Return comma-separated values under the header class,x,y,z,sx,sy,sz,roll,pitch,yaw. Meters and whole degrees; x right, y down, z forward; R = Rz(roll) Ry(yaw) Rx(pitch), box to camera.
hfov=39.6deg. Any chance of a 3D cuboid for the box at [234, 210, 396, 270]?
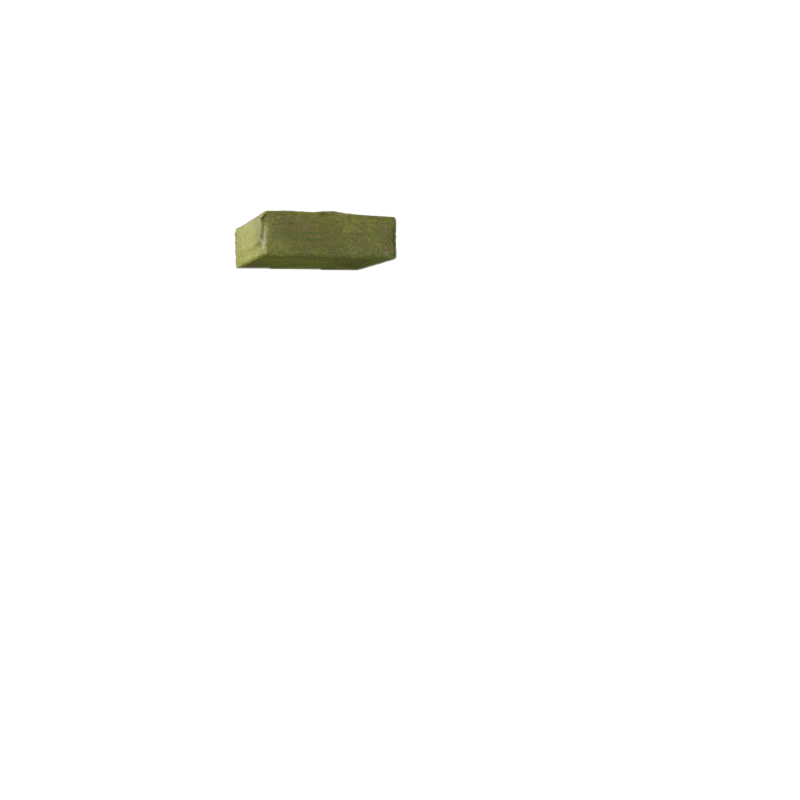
class,x,y,z,sx,sy,sz,roll,pitch,yaw
box,-0.056,-0.102,0.714,0.087,0.031,0.074,0,-1,-19
